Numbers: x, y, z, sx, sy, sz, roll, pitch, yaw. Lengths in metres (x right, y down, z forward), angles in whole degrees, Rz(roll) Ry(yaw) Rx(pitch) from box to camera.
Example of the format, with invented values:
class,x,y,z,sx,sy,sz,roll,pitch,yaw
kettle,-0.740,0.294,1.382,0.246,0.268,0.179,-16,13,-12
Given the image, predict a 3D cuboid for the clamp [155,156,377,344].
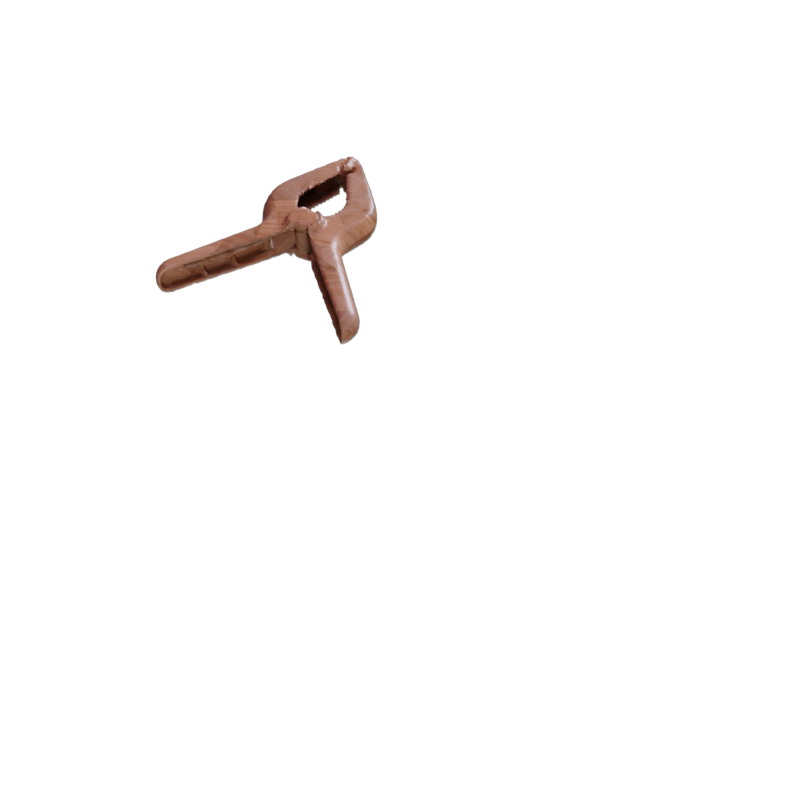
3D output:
class,x,y,z,sx,sy,sz,roll,pitch,yaw
clamp,-0.069,-0.126,0.880,0.172,0.034,0.216,21,46,21
